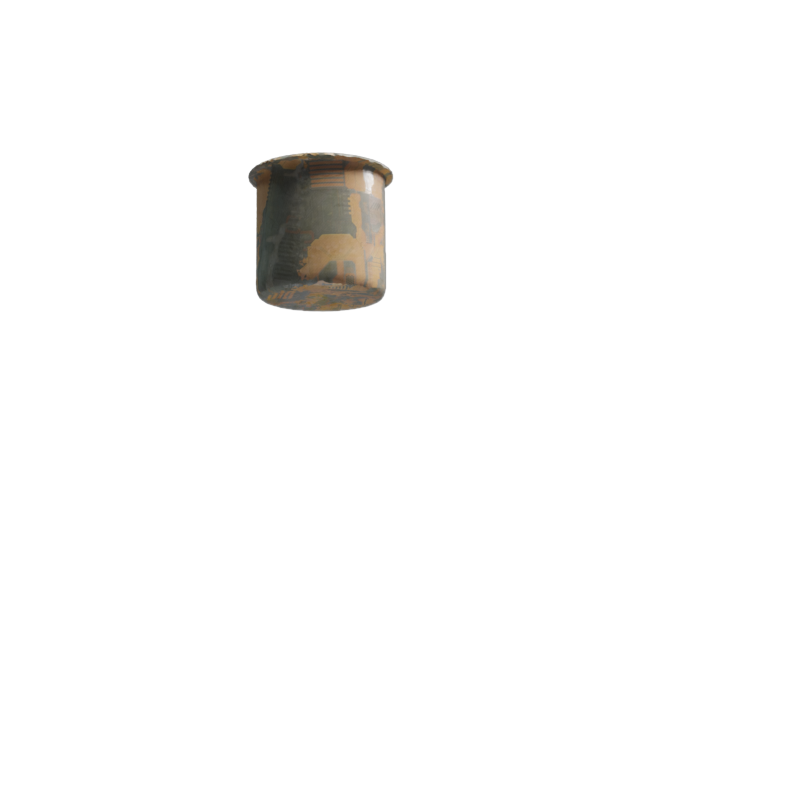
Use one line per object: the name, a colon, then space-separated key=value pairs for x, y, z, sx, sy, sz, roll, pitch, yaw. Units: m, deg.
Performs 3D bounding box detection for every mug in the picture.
mug: x=-0.056 y=-0.102 z=0.711 sx=0.090 sy=0.084 sz=0.118 roll=5 pitch=-11 yaw=-26
